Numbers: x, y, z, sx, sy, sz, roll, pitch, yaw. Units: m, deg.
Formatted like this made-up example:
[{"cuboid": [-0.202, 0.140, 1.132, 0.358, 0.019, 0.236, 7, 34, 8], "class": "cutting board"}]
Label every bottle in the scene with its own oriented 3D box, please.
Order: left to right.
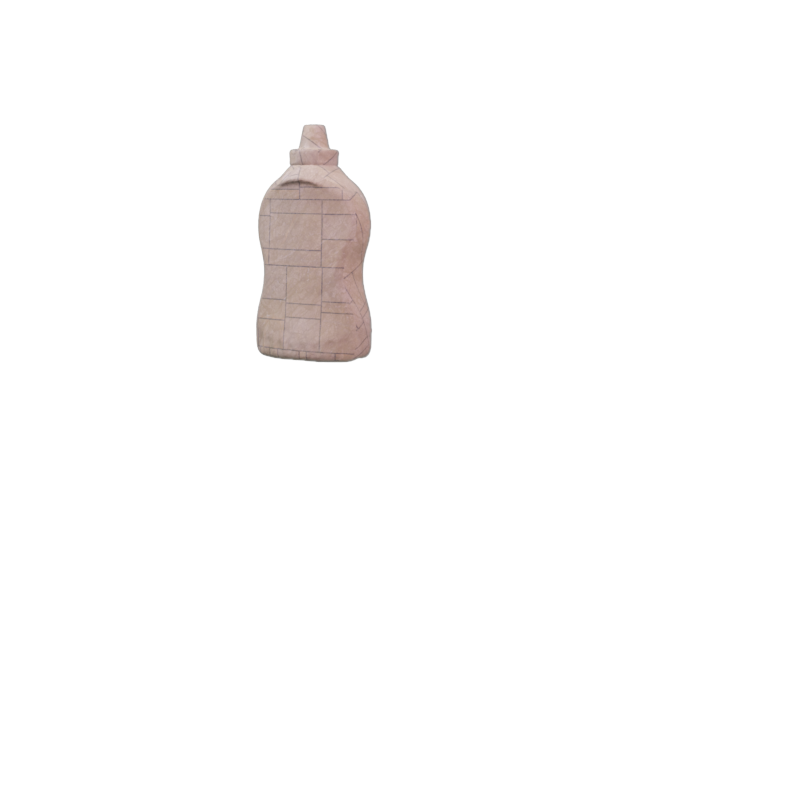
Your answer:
[{"cuboid": [-0.071, -0.130, 0.913, 0.099, 0.191, 0.057, 2, 3, 30], "class": "bottle"}]
